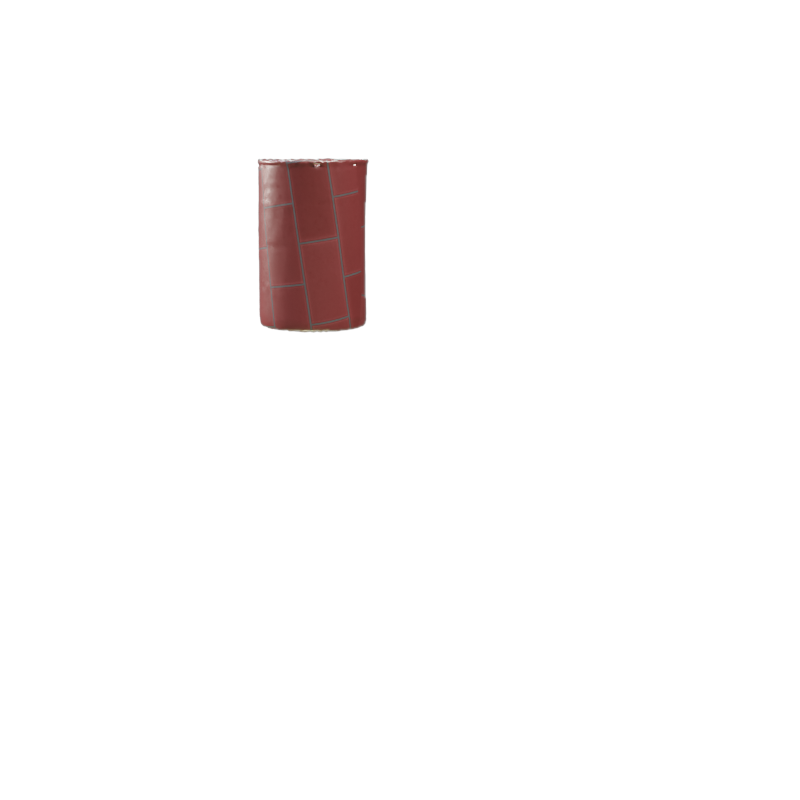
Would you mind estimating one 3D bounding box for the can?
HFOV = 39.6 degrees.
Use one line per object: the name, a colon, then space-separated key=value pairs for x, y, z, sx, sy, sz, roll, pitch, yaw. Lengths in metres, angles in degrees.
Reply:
can: x=-0.053 y=-0.097 z=0.682 sx=0.068 sy=0.101 sz=0.070 roll=0 pitch=8 yaw=-2
